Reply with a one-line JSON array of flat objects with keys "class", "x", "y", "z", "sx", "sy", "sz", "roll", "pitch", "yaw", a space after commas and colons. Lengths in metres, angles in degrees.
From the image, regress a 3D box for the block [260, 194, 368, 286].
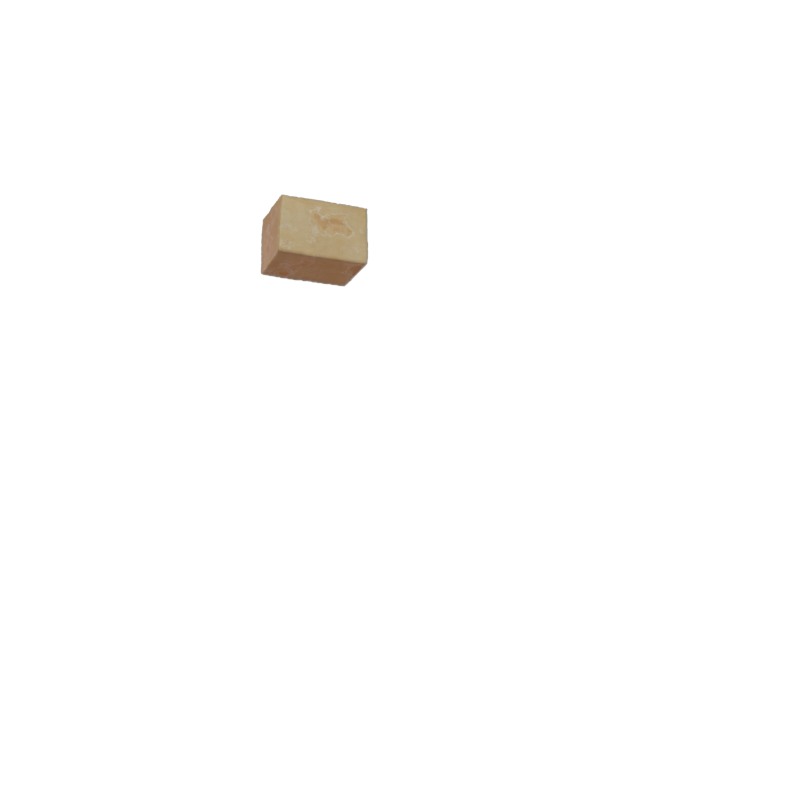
[{"class": "block", "x": -0.072, "y": -0.130, "z": 0.913, "sx": 0.076, "sy": 0.054, "sz": 0.052, "roll": 7, "pitch": -23, "yaw": -20}]
